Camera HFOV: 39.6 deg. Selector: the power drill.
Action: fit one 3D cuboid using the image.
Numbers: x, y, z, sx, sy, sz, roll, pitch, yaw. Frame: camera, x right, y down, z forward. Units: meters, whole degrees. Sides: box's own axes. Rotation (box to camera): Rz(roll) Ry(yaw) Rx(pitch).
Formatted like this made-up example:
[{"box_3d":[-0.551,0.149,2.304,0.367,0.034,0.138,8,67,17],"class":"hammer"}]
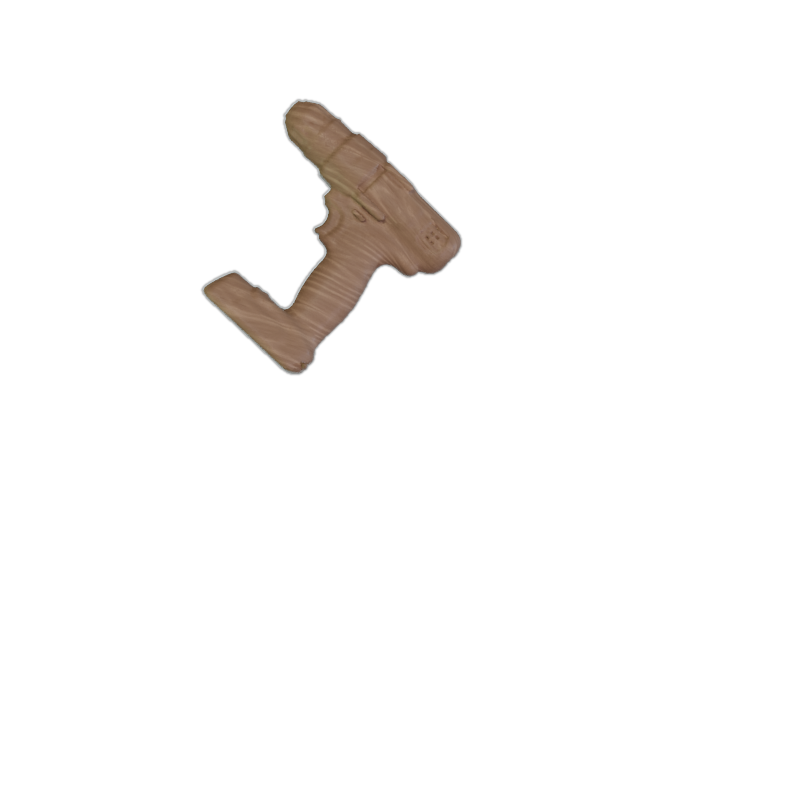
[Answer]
[{"box_3d":[-0.071,-0.130,0.909,0.187,0.188,0.056,44,-6,5],"class":"power drill"}]
